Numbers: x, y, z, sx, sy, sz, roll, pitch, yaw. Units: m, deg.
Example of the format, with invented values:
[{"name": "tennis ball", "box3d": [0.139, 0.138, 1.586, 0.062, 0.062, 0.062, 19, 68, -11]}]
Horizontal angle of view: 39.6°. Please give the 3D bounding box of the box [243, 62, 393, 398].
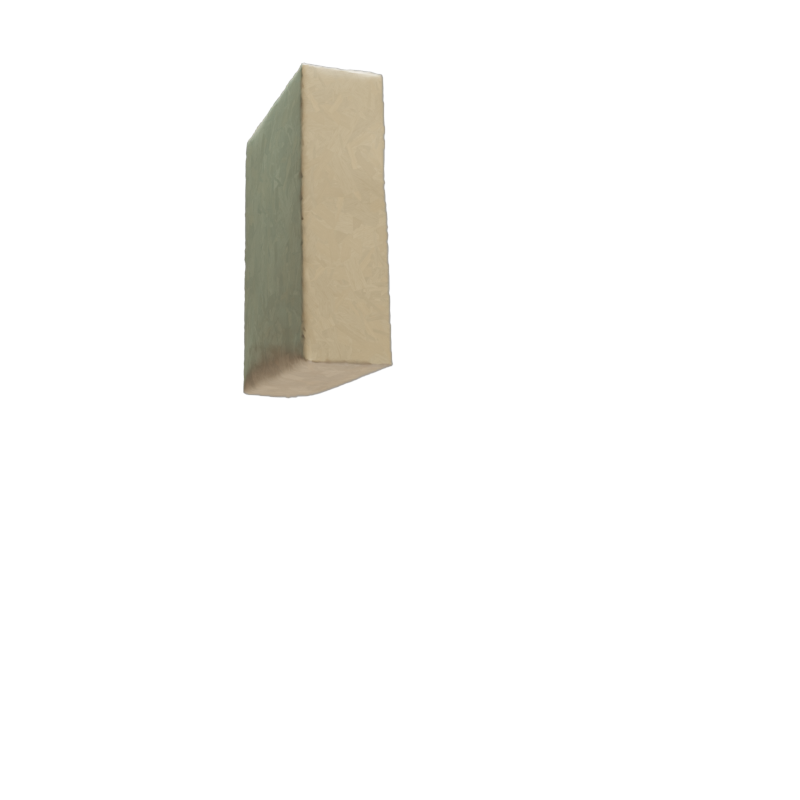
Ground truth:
[{"name": "box", "box3d": [-0.065, -0.118, 0.827, 0.070, 0.221, 0.163, 5, -14, -21]}]
